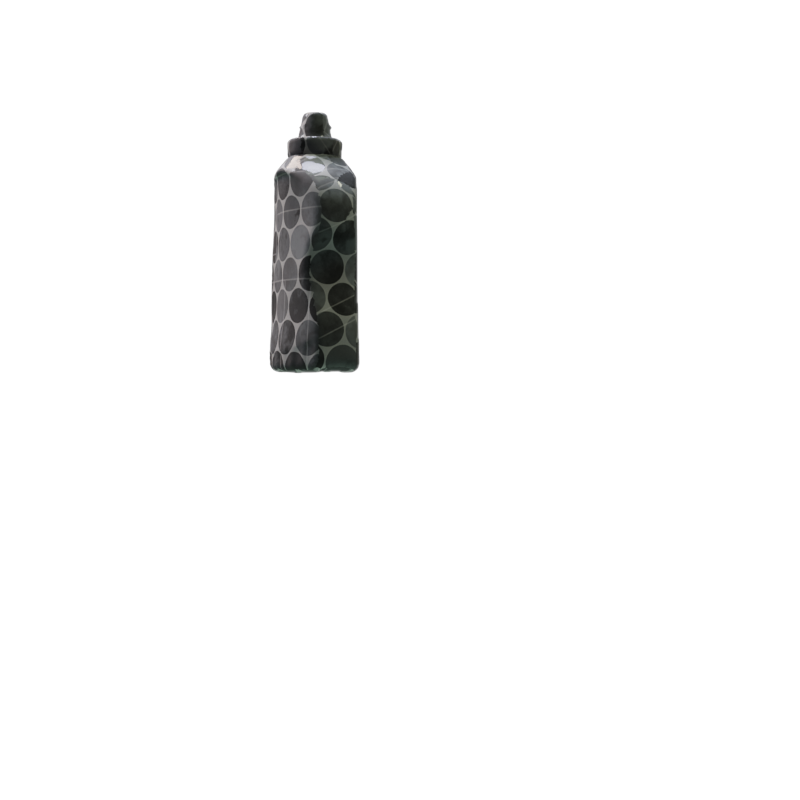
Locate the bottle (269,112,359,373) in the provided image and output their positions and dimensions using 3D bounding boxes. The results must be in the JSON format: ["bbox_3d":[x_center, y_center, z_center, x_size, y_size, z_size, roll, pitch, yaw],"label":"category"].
[{"bbox_3d":[-0.064,-0.117,0.819,0.057,0.194,0.098,2,-4,-22],"label":"bottle"}]
